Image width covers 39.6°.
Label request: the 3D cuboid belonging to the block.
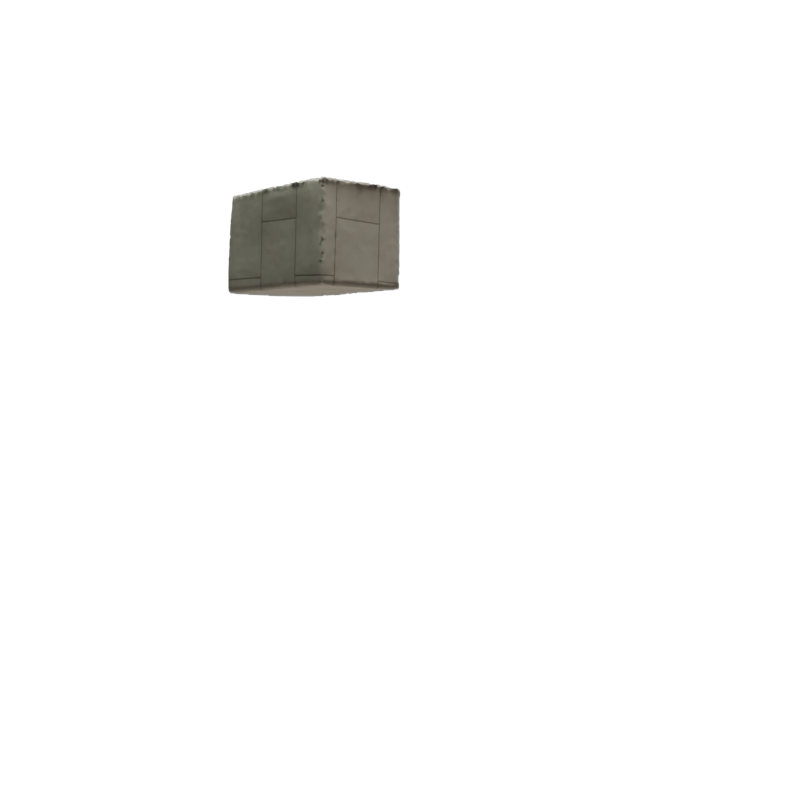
[{"bbox_3d":[-0.044,-0.080,0.562,0.050,0.052,0.081,2,-2,-42],"label":"block"}]
